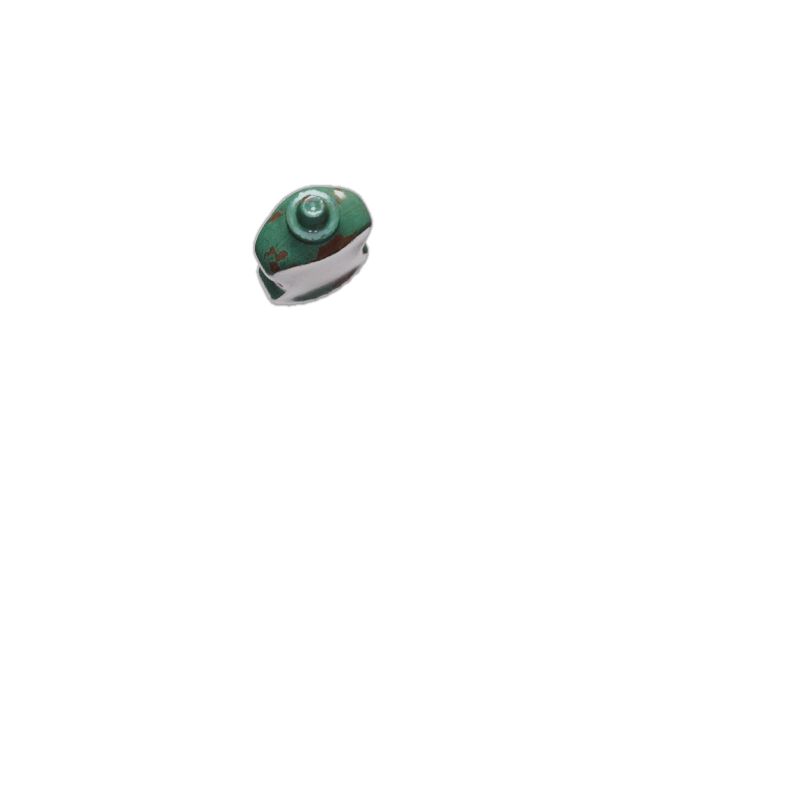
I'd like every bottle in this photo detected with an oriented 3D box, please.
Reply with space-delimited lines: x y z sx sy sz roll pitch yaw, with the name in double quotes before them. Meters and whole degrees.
"bottle" -0.070 -0.128 0.891 0.096 0.060 0.187 -25 -5 -7
